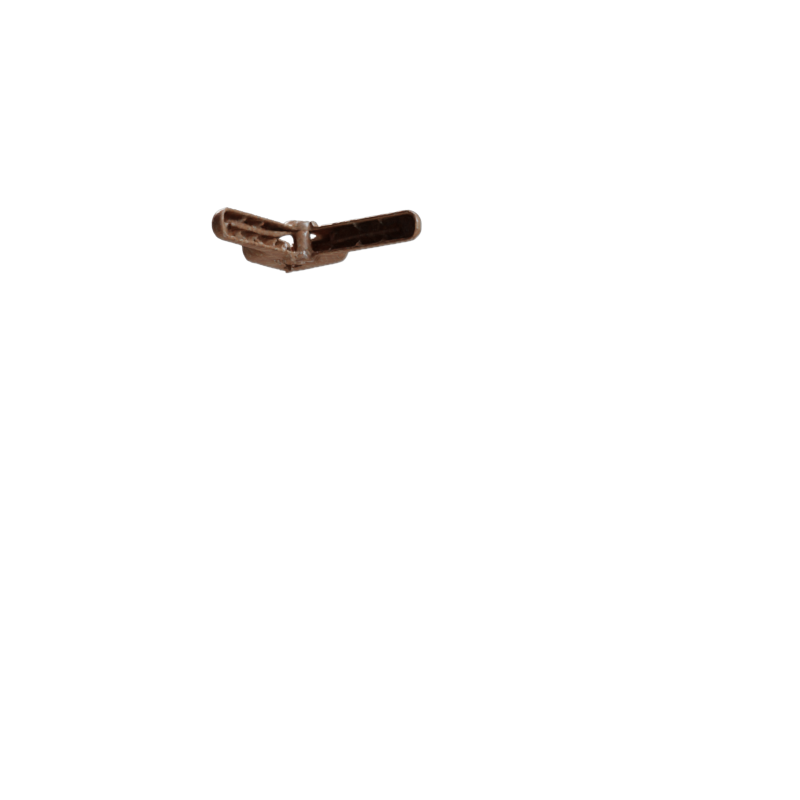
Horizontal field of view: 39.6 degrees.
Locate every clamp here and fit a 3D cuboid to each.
[{"bbox_3d":[-0.074,-0.135,0.946,0.164,0.037,0.209,0,-1,-5],"label":"clamp"}]
